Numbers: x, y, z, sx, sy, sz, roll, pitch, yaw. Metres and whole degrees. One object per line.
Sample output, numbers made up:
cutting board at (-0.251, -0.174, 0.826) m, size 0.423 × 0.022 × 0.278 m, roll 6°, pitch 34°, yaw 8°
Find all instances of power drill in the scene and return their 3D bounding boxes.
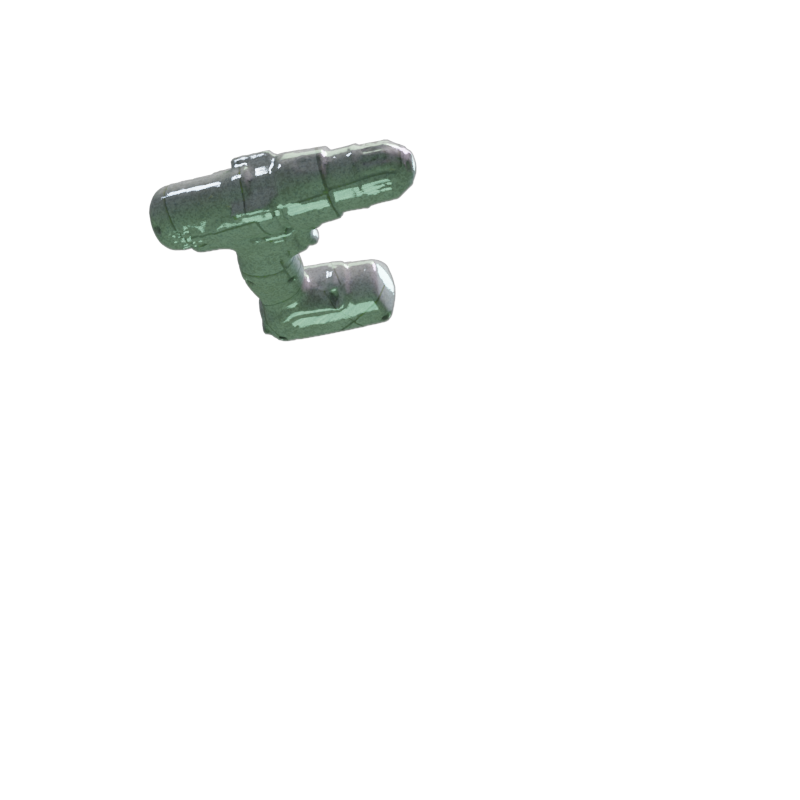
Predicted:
power drill at (-0.062, -0.113, 0.795) m, size 0.187 × 0.061 × 0.174 m, roll -8°, pitch -28°, yaw 15°
